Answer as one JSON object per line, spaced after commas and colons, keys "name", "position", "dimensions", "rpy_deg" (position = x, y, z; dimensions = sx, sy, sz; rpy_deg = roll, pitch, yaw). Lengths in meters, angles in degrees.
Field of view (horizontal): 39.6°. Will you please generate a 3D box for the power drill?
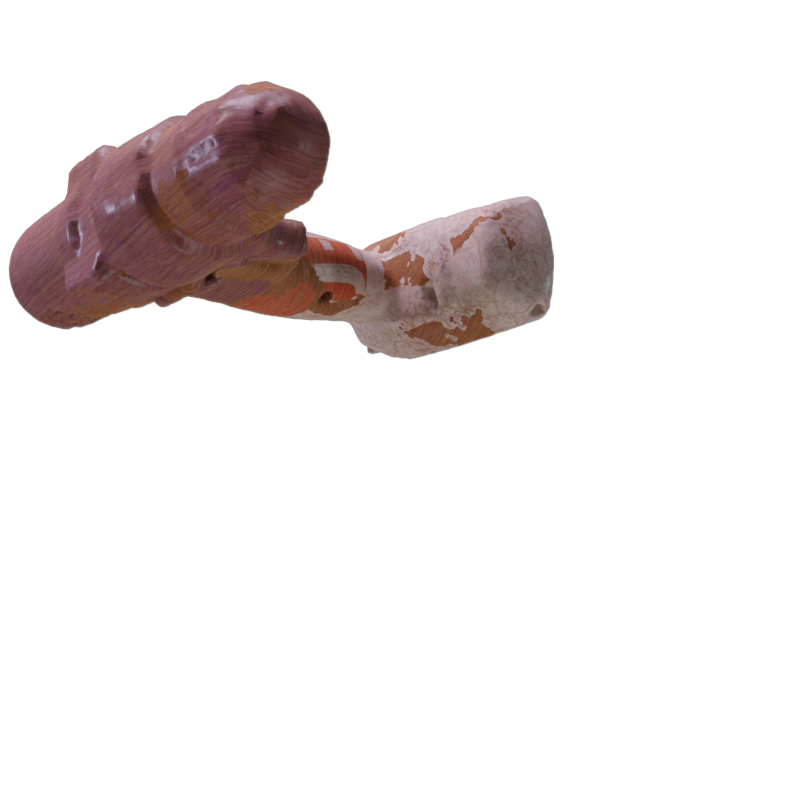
{"name": "power drill", "position": [-0.033, -0.060, 0.420], "dimensions": [0.179, 0.059, 0.187], "rpy_deg": [7, -12, -37]}
